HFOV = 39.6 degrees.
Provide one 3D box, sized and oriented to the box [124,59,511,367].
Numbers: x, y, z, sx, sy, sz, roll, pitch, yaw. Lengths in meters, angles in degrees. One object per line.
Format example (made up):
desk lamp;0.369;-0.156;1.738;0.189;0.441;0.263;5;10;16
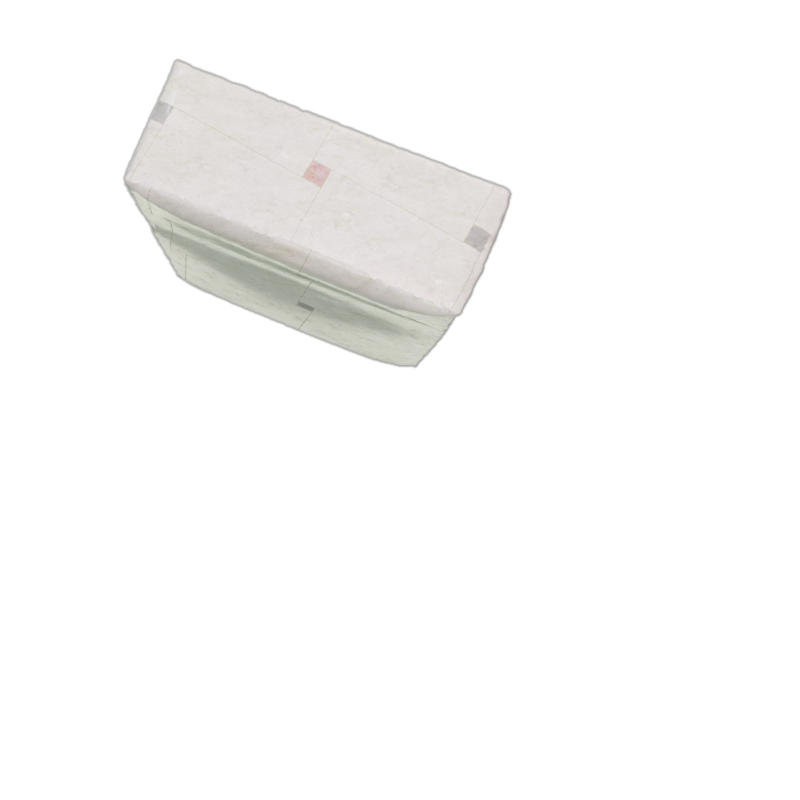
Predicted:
box;-0.046;-0.084;0.588;0.165;0.073;0.210;22;-6;0
